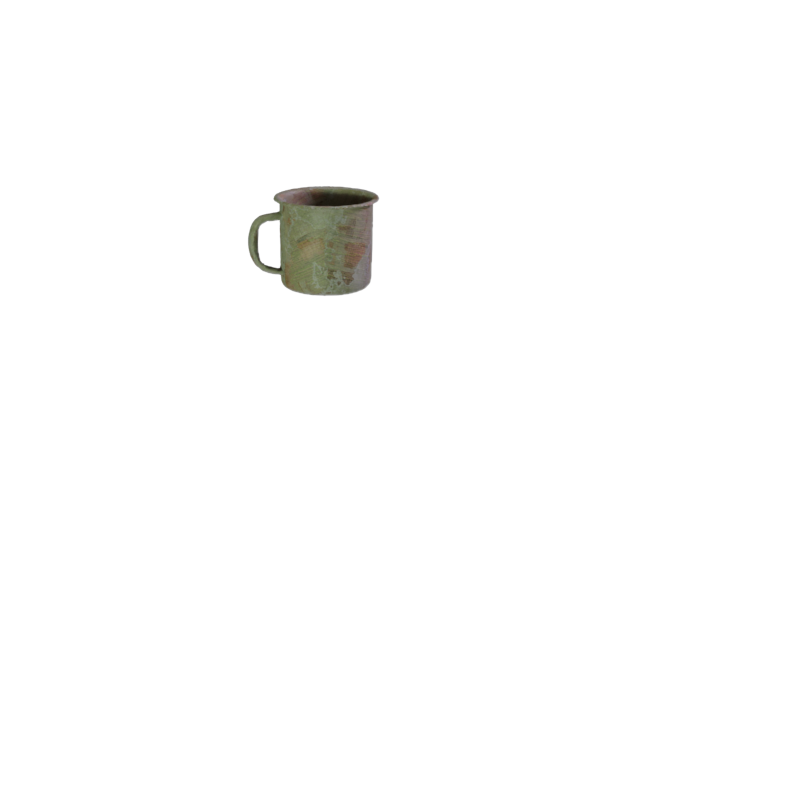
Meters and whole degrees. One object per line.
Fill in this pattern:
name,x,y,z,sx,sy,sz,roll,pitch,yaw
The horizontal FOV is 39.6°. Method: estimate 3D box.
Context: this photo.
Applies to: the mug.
mug,-0.077,-0.140,0.981,0.115,0.078,0.099,-6,20,-19
